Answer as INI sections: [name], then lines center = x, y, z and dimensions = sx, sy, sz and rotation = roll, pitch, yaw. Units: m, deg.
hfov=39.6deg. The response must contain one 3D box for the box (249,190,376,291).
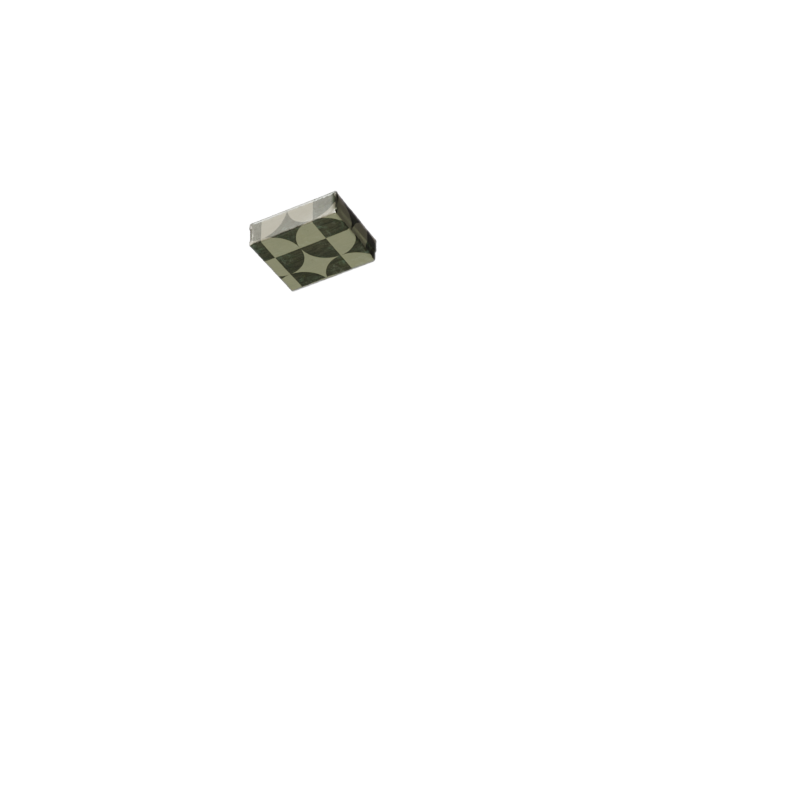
[box]
center = -0.076, -0.138, 0.969
dimensions = 0.090, 0.032, 0.067
rotation = -18, -41, 22
